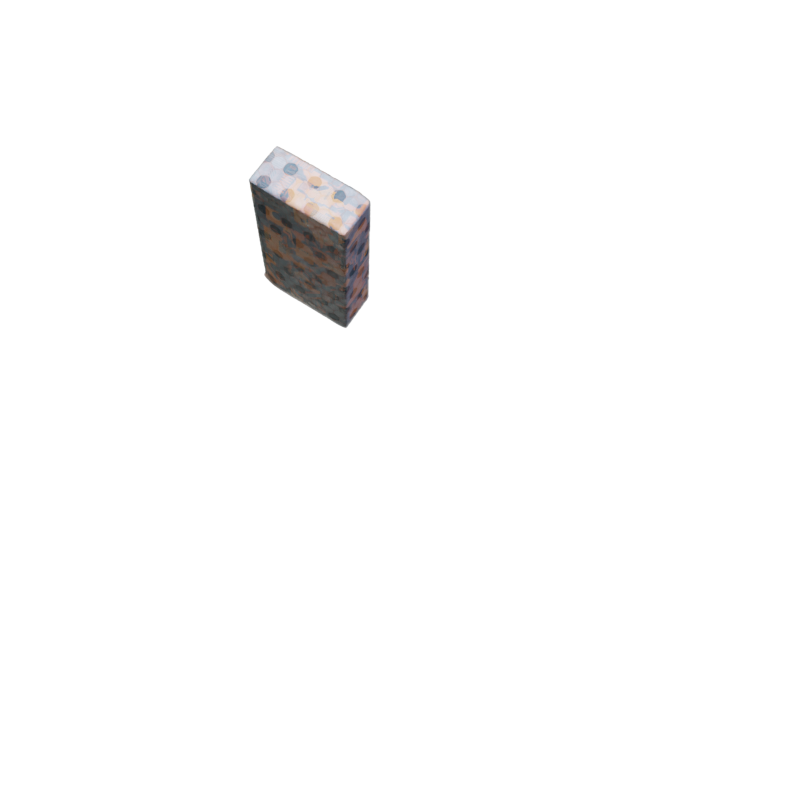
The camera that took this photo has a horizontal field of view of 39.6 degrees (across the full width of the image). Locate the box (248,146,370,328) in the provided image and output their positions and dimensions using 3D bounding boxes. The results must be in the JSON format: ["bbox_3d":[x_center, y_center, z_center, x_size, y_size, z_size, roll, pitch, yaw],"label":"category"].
[{"bbox_3d":[-0.073,-0.133,0.931,0.096,0.049,0.167,33,-22,11],"label":"box"}]
